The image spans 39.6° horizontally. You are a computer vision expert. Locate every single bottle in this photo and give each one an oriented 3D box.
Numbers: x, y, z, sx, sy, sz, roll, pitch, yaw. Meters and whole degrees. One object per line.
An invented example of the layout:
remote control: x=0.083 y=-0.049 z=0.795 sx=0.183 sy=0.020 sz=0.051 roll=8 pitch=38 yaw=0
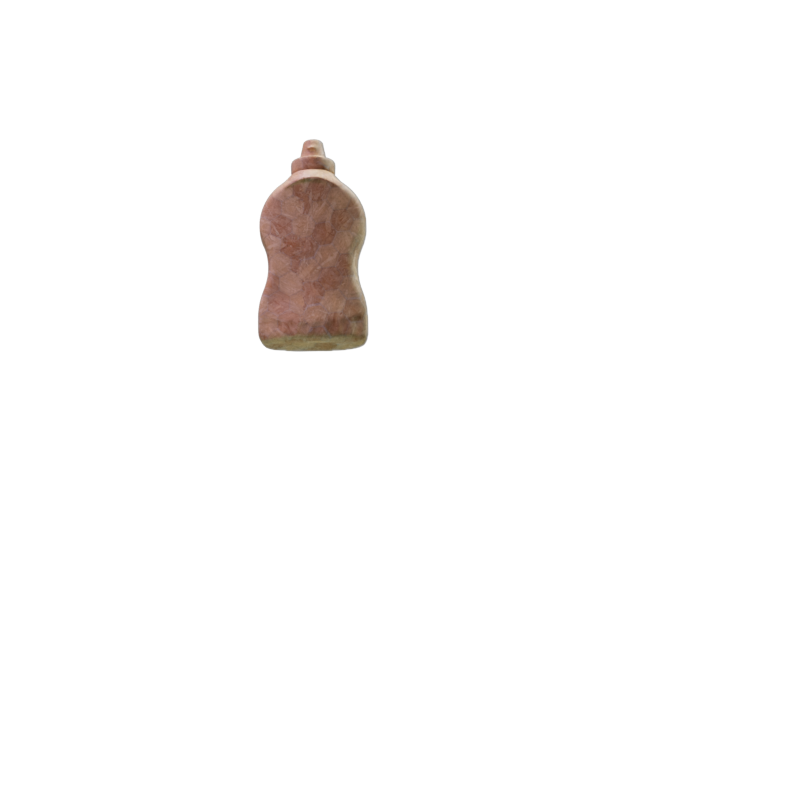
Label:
bottle: x=-0.078 y=-0.142 z=0.996 sx=0.097 sy=0.199 sz=0.056 roll=-2 pitch=-16 yaw=5
